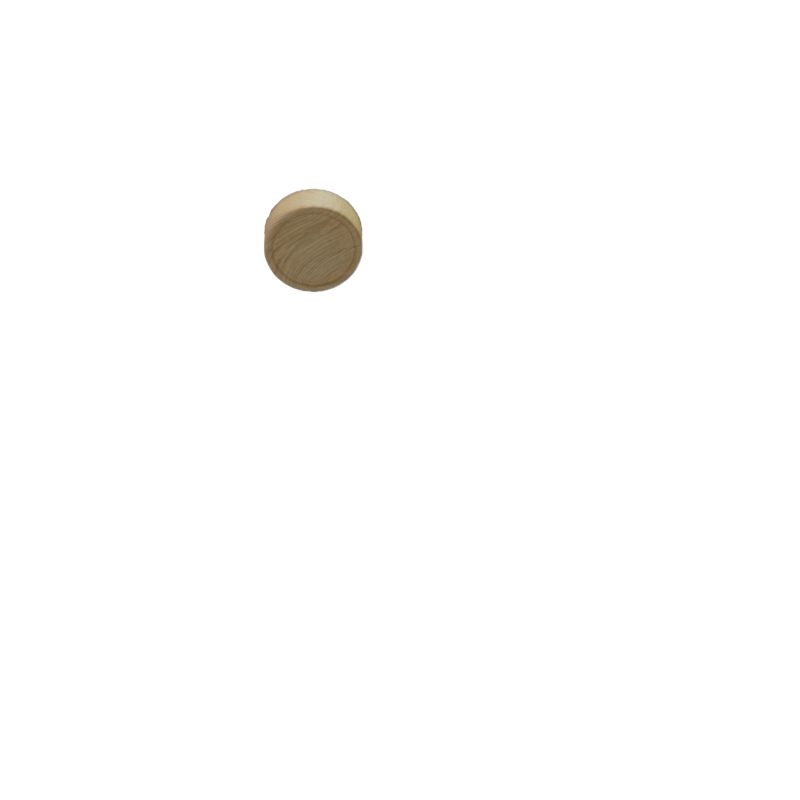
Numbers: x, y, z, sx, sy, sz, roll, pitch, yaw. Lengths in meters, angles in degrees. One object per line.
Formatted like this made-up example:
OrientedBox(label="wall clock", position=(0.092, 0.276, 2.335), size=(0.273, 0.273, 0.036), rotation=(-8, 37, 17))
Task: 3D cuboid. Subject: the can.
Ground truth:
OrientedBox(label="can", position=(-0.075, -0.136, 0.955), size=(0.086, 0.081, 0.036), rotation=(1, 31, -1))
